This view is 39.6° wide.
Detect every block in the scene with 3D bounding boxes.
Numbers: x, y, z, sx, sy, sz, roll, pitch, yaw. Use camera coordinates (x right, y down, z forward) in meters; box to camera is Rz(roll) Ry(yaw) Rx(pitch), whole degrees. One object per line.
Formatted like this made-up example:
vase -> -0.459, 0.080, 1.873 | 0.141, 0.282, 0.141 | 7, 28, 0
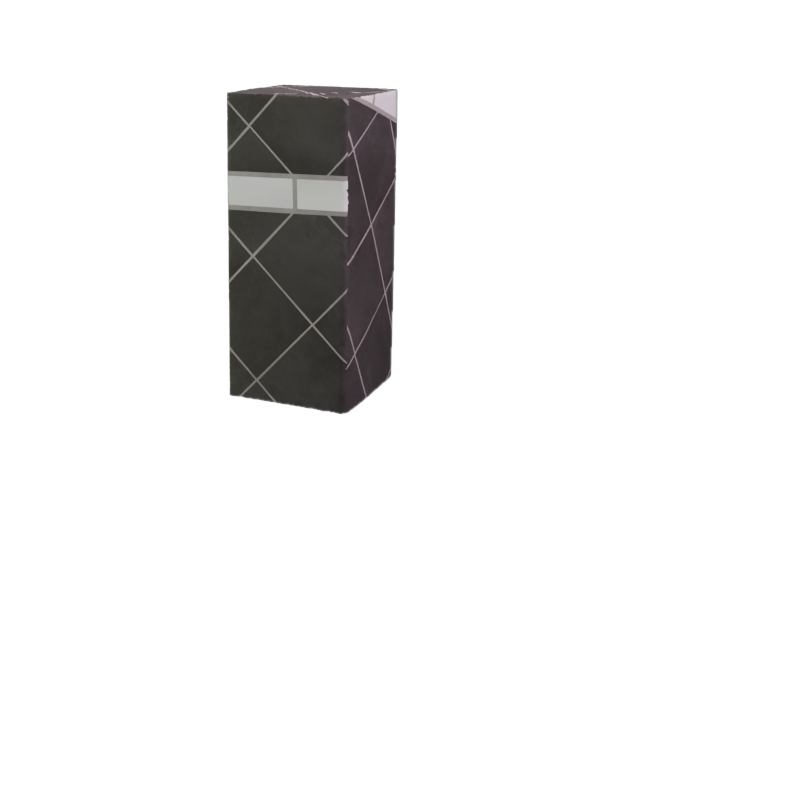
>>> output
block -> -0.059, -0.108, 0.758 | 0.094, 0.200, 0.090 | 6, 14, 22
